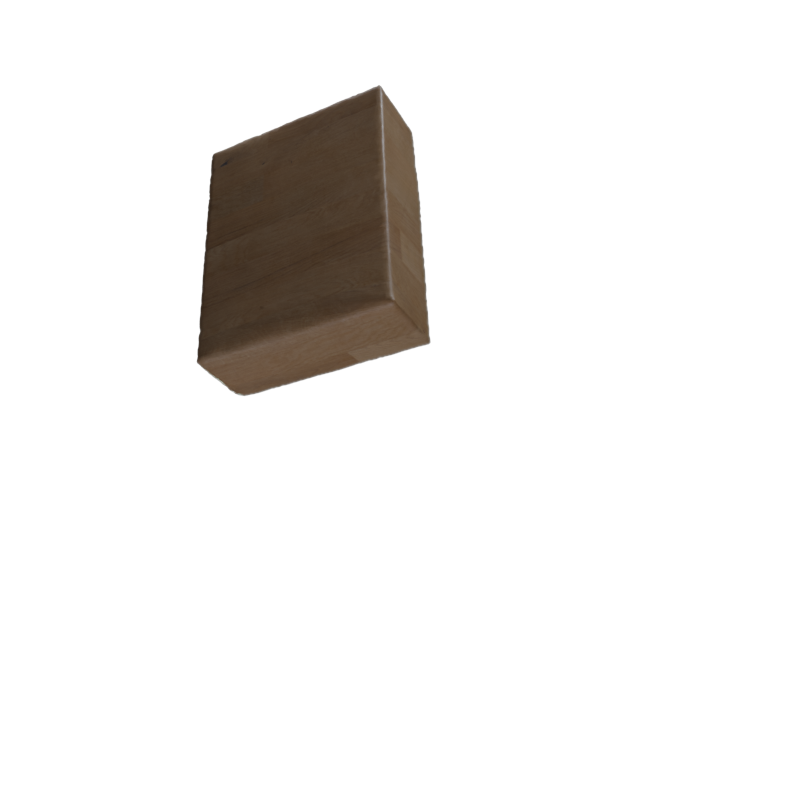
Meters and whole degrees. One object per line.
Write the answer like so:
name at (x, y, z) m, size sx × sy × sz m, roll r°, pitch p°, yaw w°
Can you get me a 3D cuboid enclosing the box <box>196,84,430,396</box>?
box at (-0.068, -0.124, 0.868) m, size 0.166 × 0.229 × 0.066 m, roll -18°, pitch -38°, yaw 21°
